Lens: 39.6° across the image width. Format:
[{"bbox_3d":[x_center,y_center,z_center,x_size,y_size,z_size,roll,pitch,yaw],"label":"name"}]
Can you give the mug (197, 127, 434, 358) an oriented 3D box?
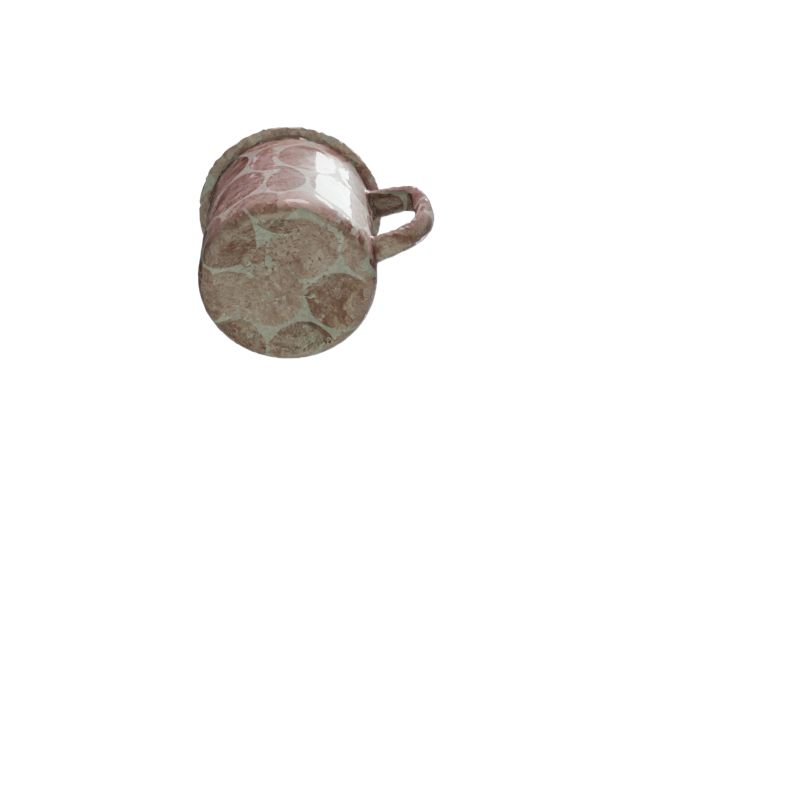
[{"bbox_3d":[-0.041,-0.075,0.529,0.117,0.087,0.087,-10,30,4],"label":"mug"}]
